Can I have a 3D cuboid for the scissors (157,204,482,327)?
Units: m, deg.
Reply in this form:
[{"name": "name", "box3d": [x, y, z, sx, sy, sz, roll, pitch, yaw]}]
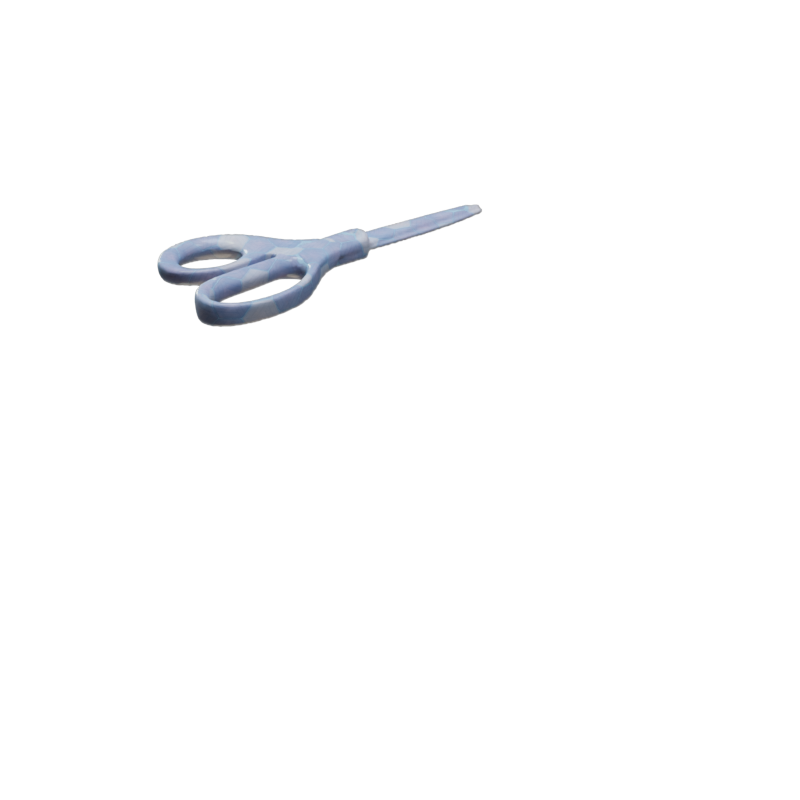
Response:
[{"name": "scissors", "box3d": [-0.047, -0.086, 0.605, 0.101, 0.015, 0.202, 19, 34, 30]}]
